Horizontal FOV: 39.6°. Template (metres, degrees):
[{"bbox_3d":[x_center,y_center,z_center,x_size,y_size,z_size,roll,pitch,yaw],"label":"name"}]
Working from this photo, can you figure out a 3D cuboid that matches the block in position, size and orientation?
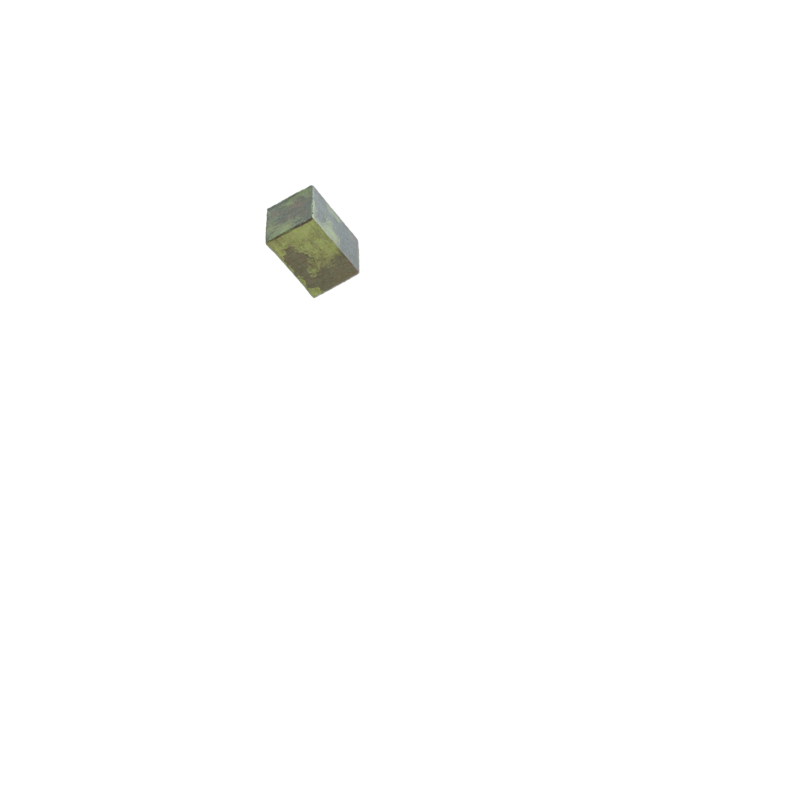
[{"bbox_3d":[-0.078,-0.143,0.999,0.053,0.055,0.072,-26,-53,20],"label":"block"}]
